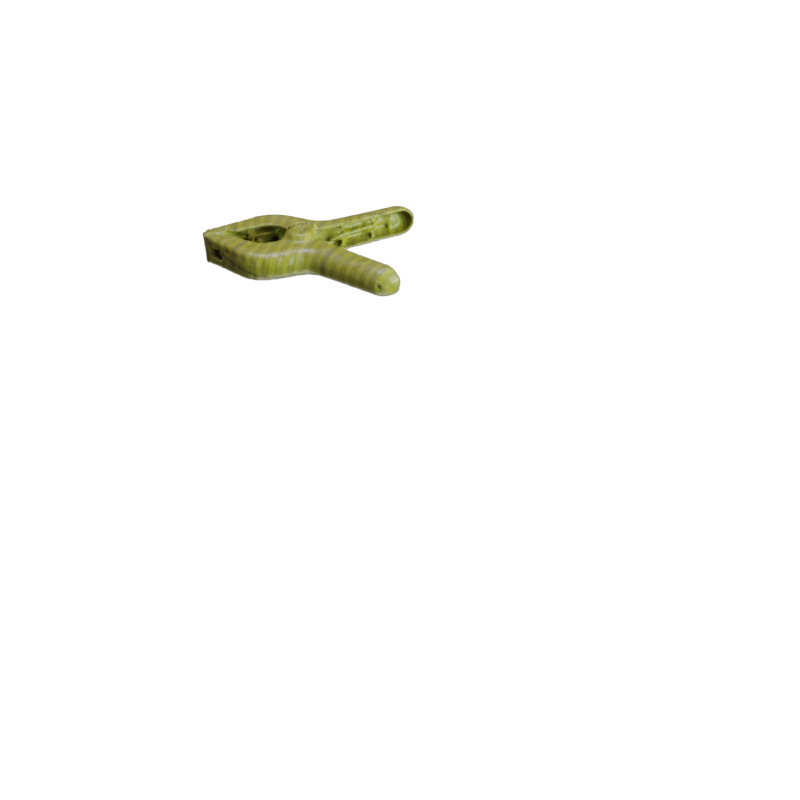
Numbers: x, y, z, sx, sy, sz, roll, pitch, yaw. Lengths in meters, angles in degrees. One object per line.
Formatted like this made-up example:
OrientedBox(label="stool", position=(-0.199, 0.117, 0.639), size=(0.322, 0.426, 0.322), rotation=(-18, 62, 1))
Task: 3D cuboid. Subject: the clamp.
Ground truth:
OrientedBox(label="clamp", position=(-0.070, -0.128, 0.896), size=(0.176, 0.037, 0.124), rotation=(9, 30, 15))
